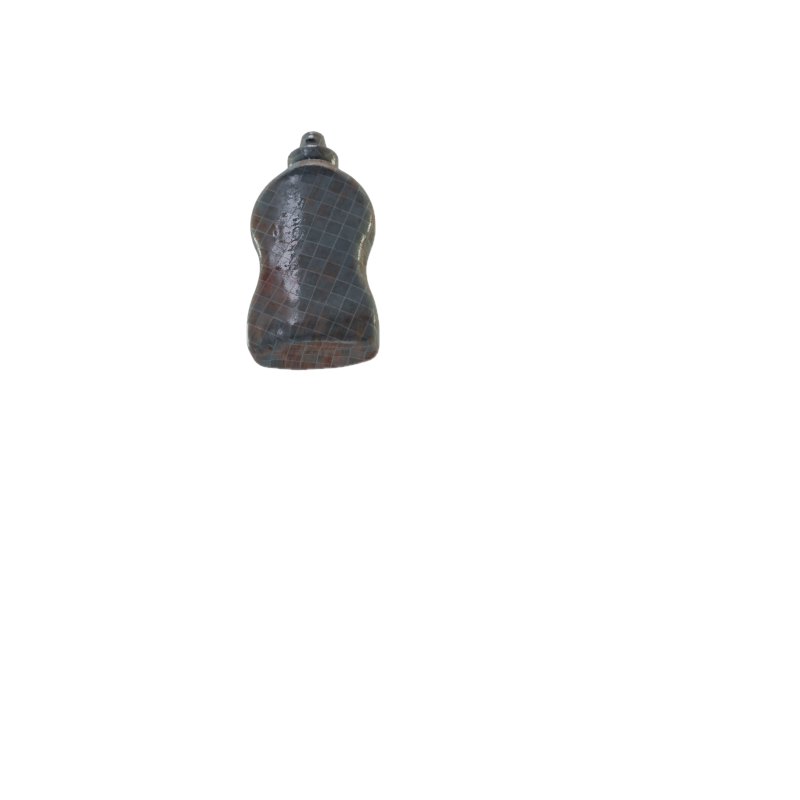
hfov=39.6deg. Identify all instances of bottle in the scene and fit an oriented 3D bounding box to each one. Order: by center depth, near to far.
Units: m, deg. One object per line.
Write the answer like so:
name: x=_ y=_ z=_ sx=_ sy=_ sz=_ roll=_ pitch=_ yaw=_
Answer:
bottle: x=-0.067 y=-0.121 z=0.849 sx=0.097 sy=0.203 sz=0.054 roll=-6 pitch=-27 yaw=8
